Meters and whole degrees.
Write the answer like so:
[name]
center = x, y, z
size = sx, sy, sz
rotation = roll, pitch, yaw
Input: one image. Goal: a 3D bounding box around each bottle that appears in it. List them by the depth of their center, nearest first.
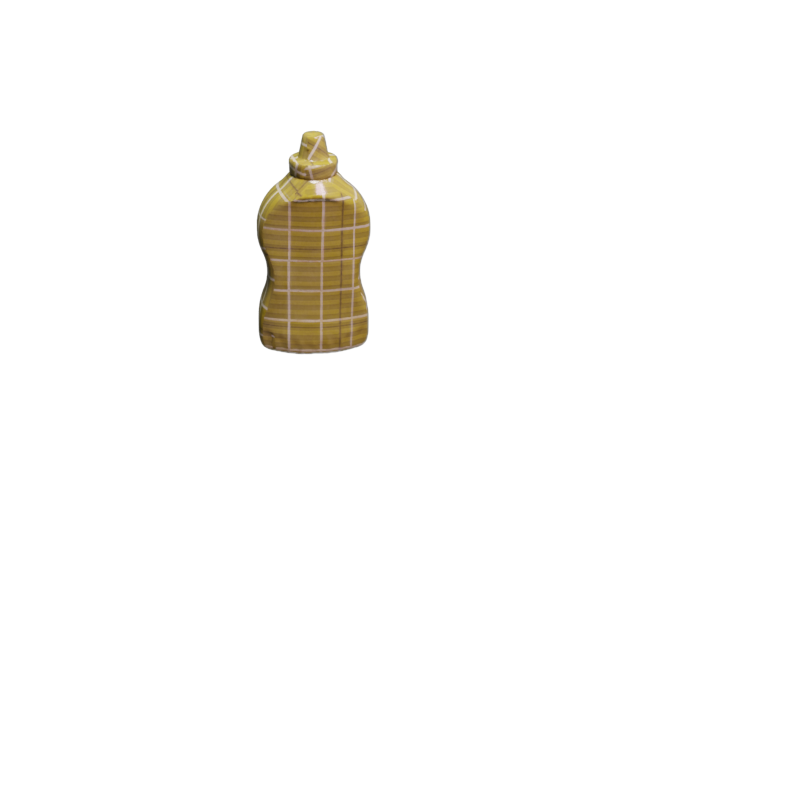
[bottle]
center = -0.074, -0.135, 0.943
size = 0.096, 0.182, 0.062
rotation = 0, 26, -4
